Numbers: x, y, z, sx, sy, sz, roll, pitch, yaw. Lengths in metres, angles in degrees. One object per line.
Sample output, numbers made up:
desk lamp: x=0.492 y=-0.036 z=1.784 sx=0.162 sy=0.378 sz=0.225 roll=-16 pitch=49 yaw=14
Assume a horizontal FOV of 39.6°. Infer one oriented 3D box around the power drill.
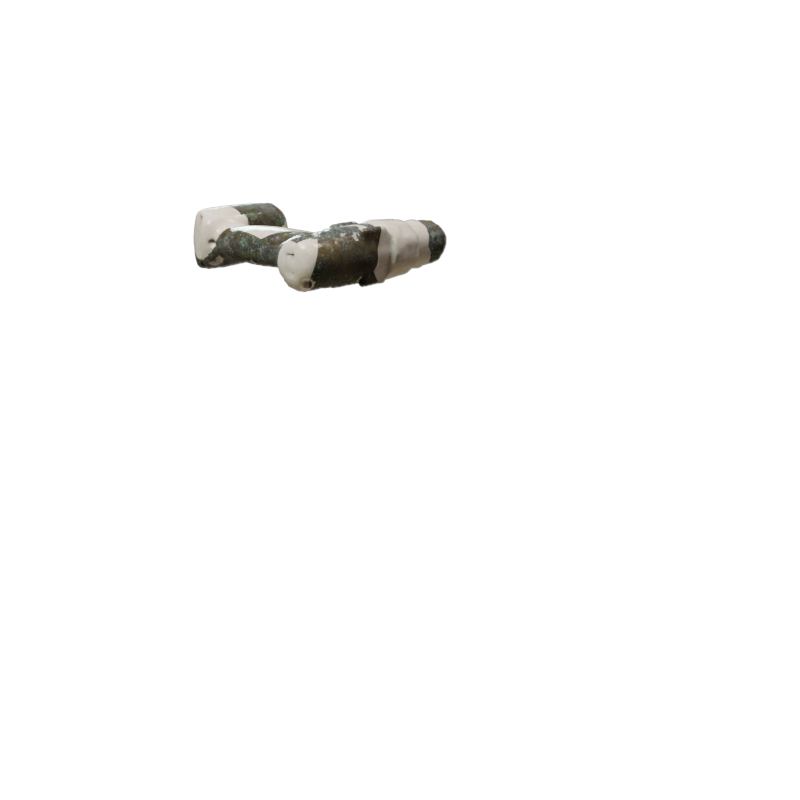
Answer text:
power drill: x=-0.077 y=-0.140 z=0.982 sx=0.197 sy=0.056 sz=0.180 roll=13 pitch=19 yaw=42
